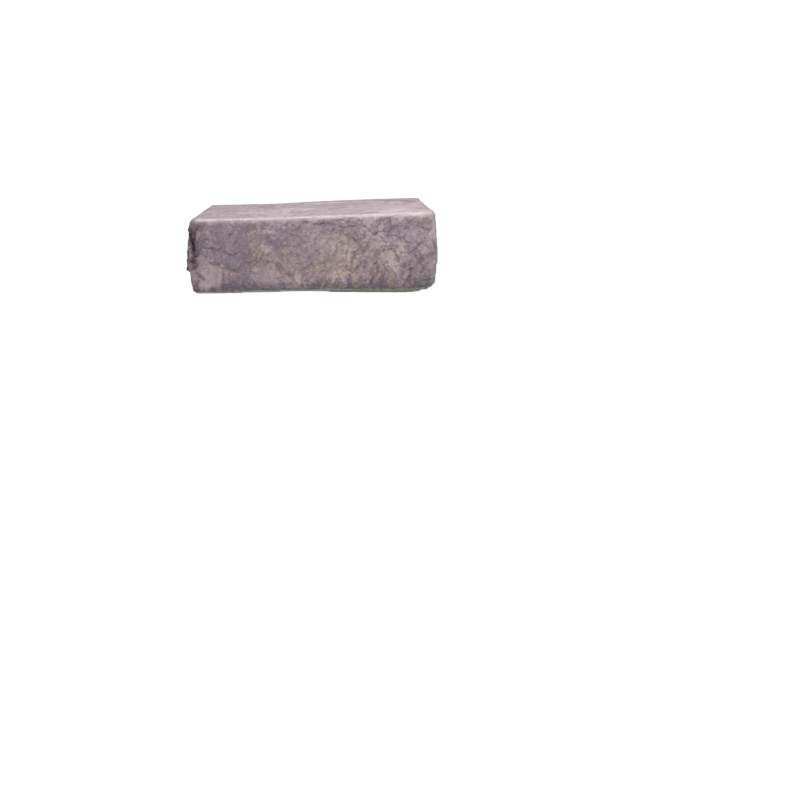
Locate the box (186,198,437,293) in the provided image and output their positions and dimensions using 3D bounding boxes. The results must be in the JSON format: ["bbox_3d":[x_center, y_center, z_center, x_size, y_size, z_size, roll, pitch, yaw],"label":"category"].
[{"bbox_3d":[-0.042,-0.077,0.538,0.113,0.038,0.092,0,14,-1],"label":"box"}]
